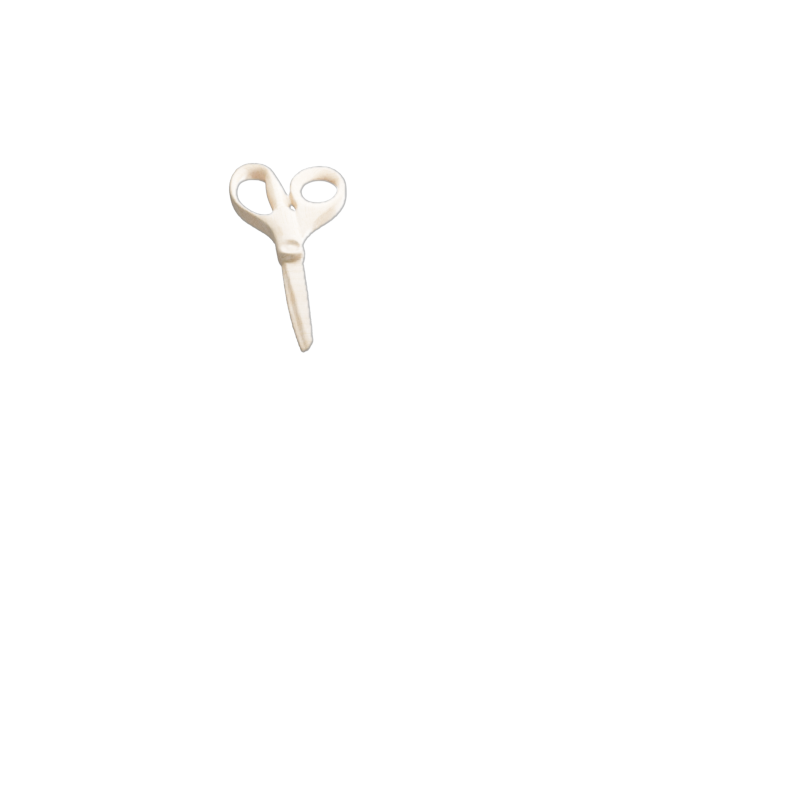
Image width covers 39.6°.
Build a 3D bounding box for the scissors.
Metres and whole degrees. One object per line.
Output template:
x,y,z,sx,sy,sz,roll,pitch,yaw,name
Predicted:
-0.061,-0.112,0.782,0.095,0.015,0.219,-17,46,-17,scissors
